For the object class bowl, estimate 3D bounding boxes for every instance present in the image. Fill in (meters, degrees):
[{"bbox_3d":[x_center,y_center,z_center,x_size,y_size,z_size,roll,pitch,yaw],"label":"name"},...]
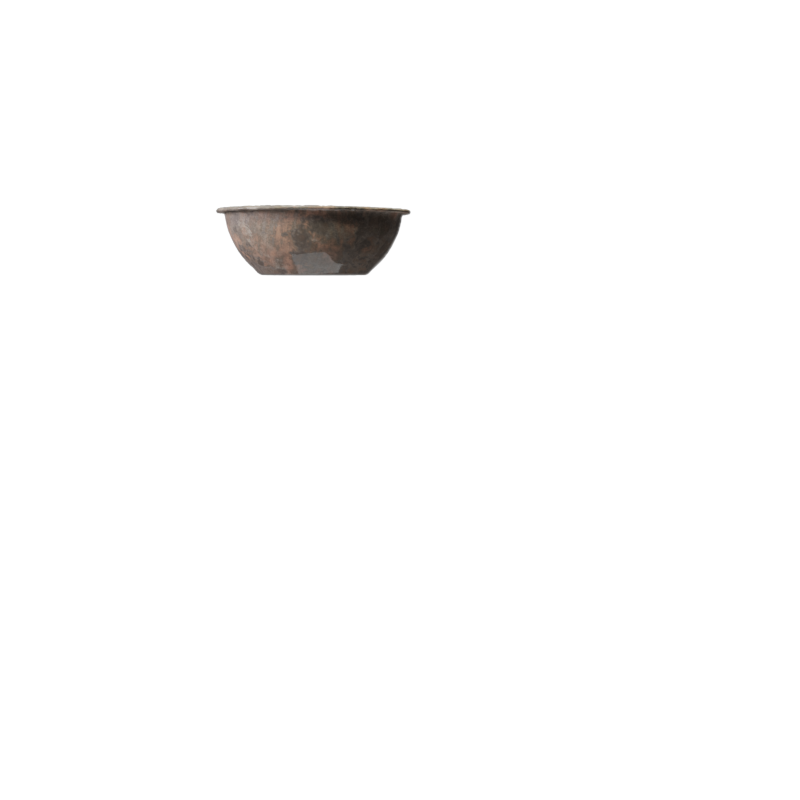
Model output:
[{"bbox_3d":[-0.072,-0.131,0.919,0.162,0.055,0.164,0,6,-2],"label":"bowl"}]
